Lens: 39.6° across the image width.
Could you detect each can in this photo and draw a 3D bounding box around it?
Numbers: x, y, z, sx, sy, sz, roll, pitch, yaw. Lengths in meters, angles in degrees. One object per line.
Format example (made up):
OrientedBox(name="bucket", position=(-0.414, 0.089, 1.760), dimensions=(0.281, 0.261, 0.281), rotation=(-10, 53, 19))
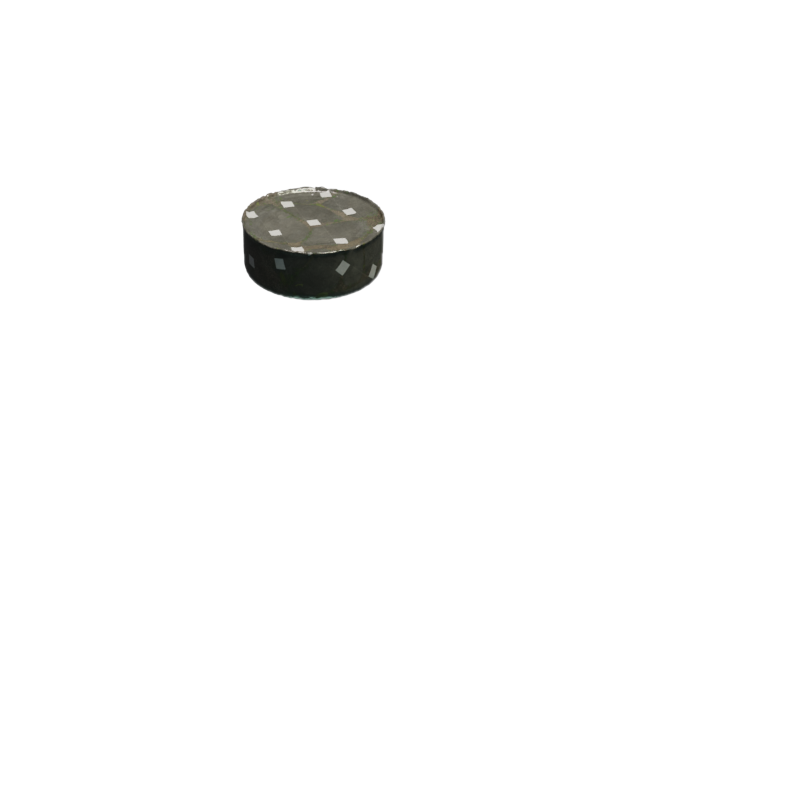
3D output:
OrientedBox(name="can", position=(-0.052, -0.095, 0.668), dimensions=(0.086, 0.031, 0.092), rotation=(-1, 34, -2))
